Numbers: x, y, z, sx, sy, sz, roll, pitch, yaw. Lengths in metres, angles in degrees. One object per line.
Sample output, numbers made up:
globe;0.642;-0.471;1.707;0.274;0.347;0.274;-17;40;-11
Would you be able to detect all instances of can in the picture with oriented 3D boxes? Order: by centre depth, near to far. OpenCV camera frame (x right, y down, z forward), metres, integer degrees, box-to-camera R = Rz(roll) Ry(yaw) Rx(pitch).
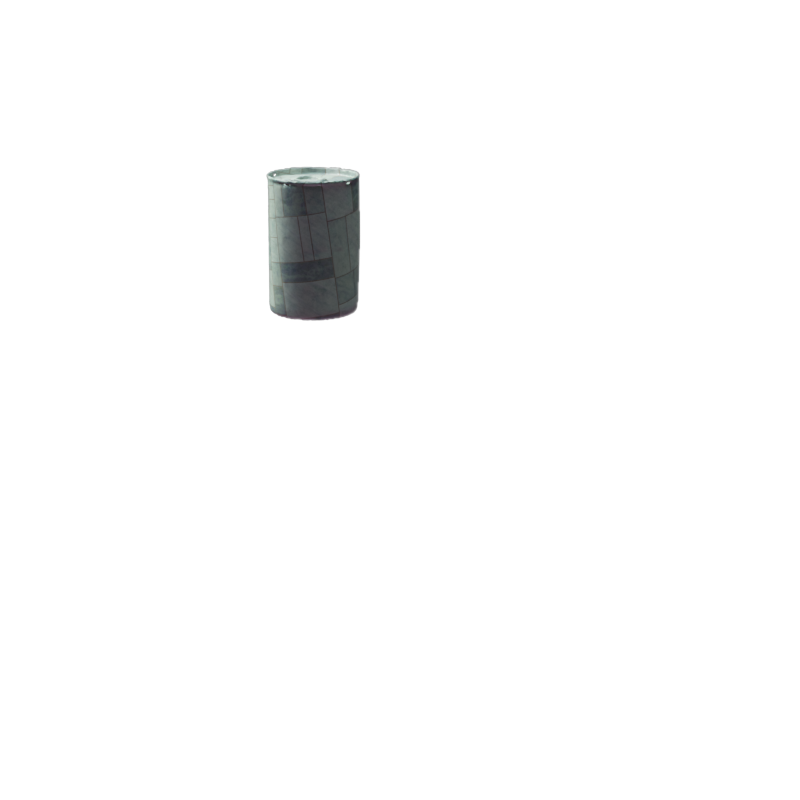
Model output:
can;-0.064;-0.116;0.815;0.068;0.099;0.071;0;16;-2
